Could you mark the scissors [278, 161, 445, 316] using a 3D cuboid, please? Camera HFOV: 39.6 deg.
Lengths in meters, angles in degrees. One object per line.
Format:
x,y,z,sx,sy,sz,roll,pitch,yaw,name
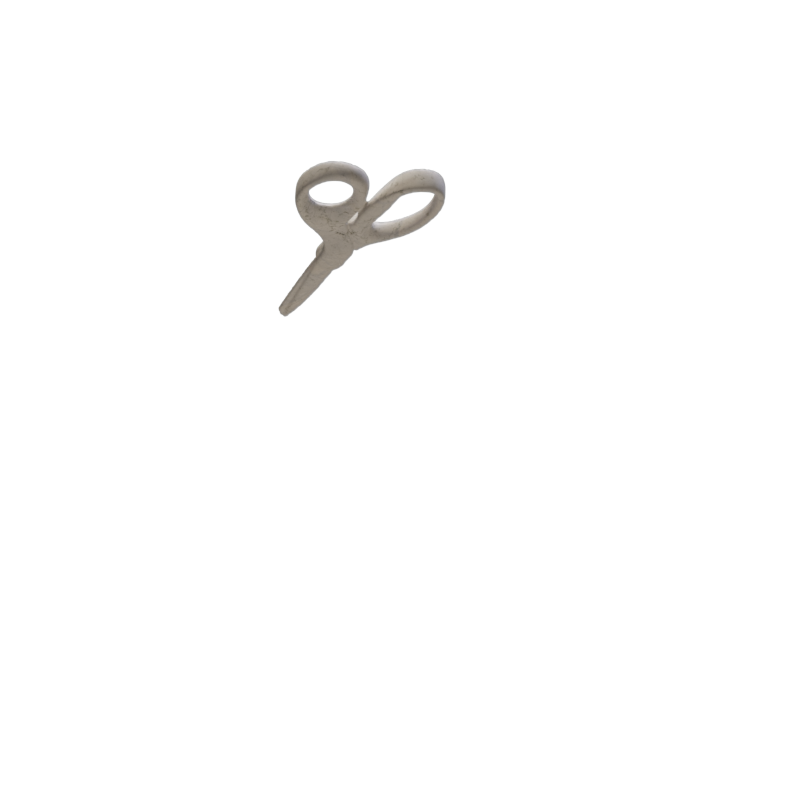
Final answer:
-0.055,-0.100,0.702,0.091,0.017,0.201,18,-28,-36,scissors
